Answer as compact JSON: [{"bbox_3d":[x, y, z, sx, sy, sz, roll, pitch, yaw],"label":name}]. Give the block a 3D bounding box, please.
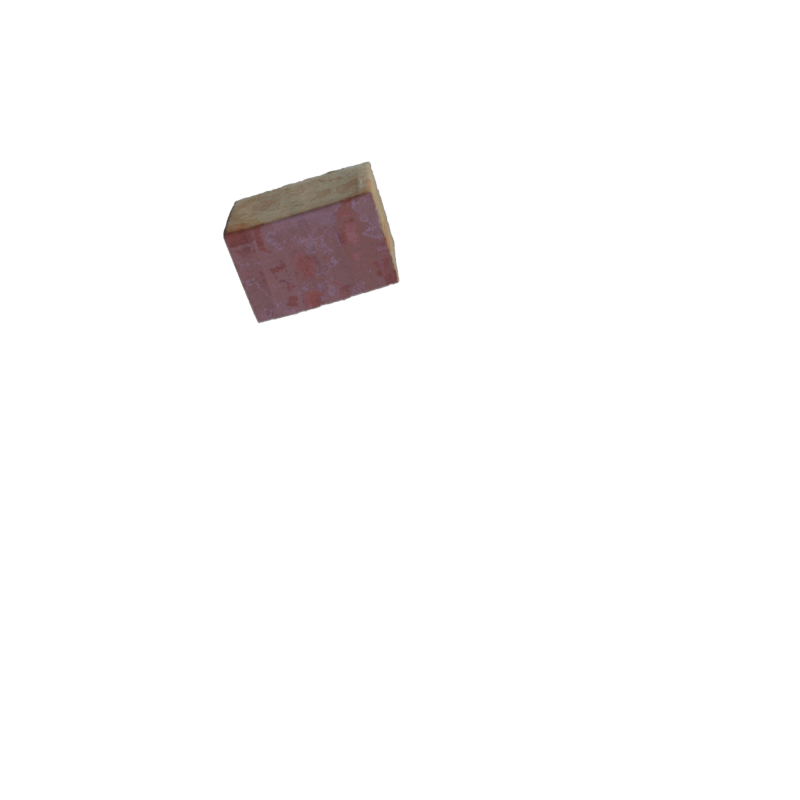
[{"bbox_3d":[-0.045,-0.081,0.571,0.078,0.050,0.054,-15,25,5],"label":"block"}]
